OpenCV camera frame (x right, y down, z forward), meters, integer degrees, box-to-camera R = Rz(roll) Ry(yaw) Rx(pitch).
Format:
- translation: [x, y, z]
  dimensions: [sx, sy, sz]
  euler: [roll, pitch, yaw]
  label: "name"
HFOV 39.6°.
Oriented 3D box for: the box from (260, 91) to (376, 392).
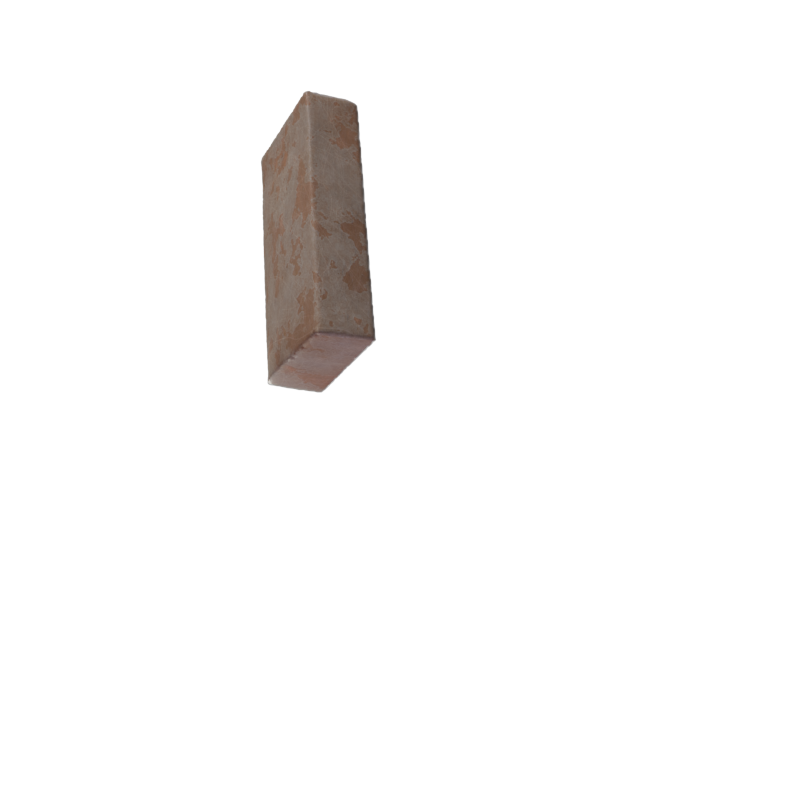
- translation: [-0.057, -0.104, 0.729]
  dimensions: [0.046, 0.187, 0.091]
  euler: [10, -29, -23]
  label: "box"
